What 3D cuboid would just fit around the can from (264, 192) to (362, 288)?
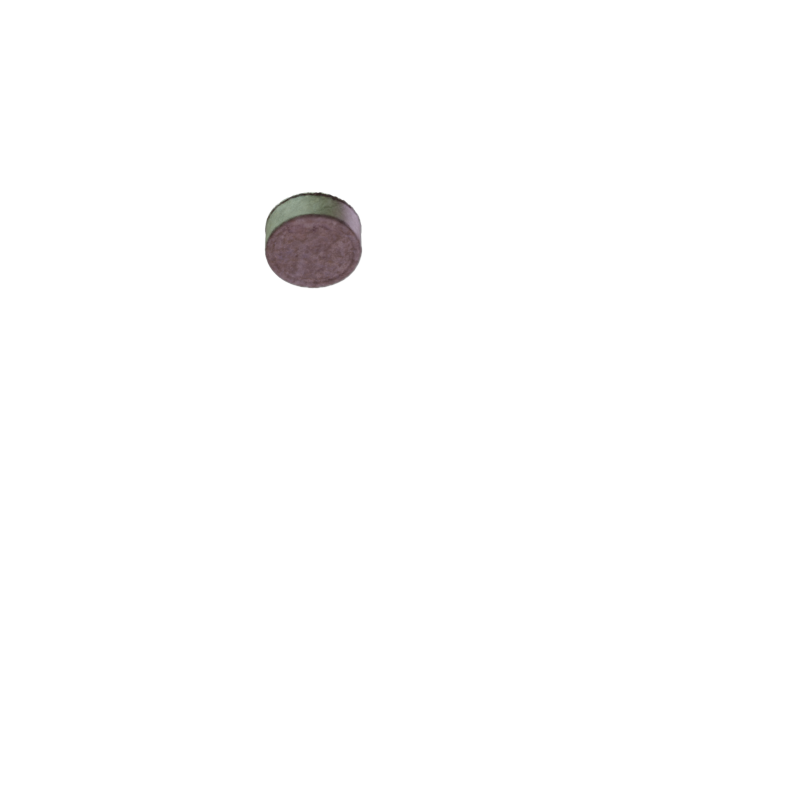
[{"bbox_3d":[-0.076,-0.138,0.970,0.086,0.080,0.036,1,45,-1],"label":"can"}]
